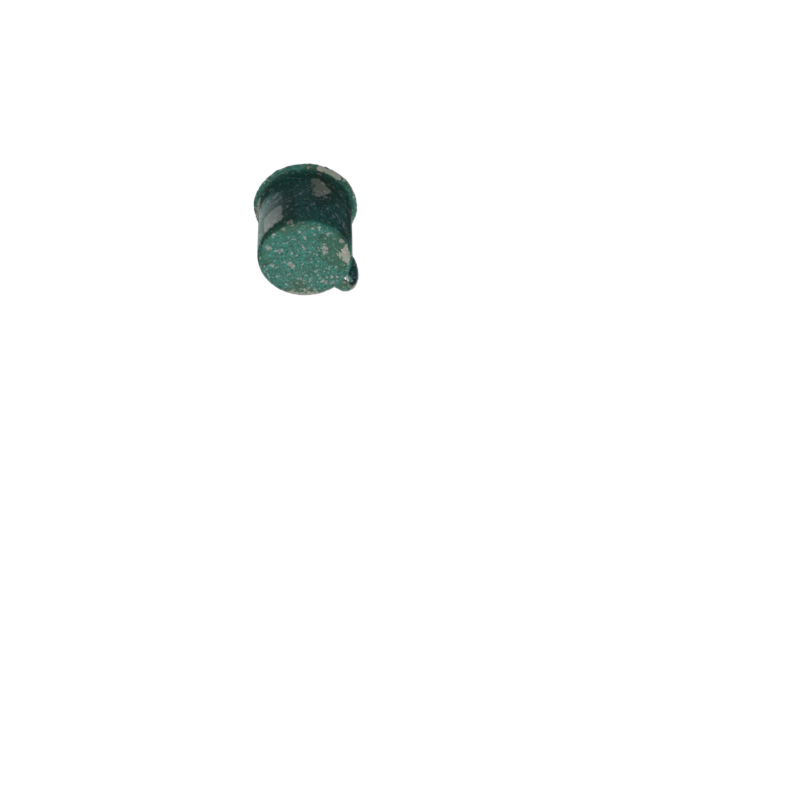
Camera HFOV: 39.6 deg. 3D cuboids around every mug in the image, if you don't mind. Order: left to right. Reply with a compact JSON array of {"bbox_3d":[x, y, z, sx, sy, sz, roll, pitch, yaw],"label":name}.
[{"bbox_3d":[-0.076,-0.139,0.972,0.093,0.087,0.109,-29,-54,21],"label":"mug"}]
